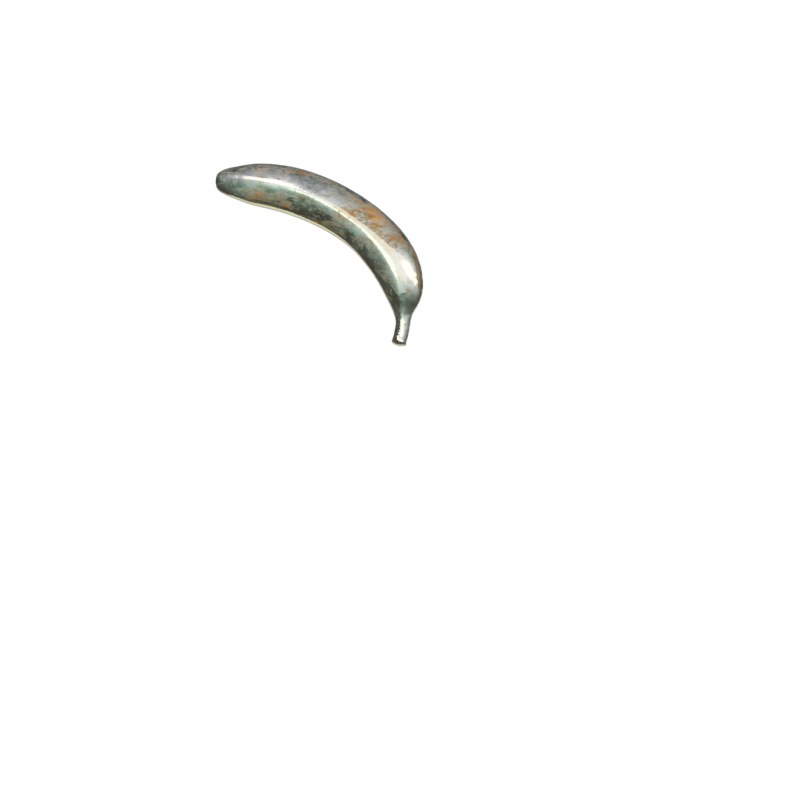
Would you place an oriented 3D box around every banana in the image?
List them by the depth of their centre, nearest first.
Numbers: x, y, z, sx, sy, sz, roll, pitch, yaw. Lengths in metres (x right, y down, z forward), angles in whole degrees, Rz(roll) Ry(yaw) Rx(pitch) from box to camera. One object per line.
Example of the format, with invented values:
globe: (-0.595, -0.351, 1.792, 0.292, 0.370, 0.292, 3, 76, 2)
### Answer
banana: (-0.050, -0.130, 0.839, 0.206, 0.070, 0.035, 41, -17, 16)
